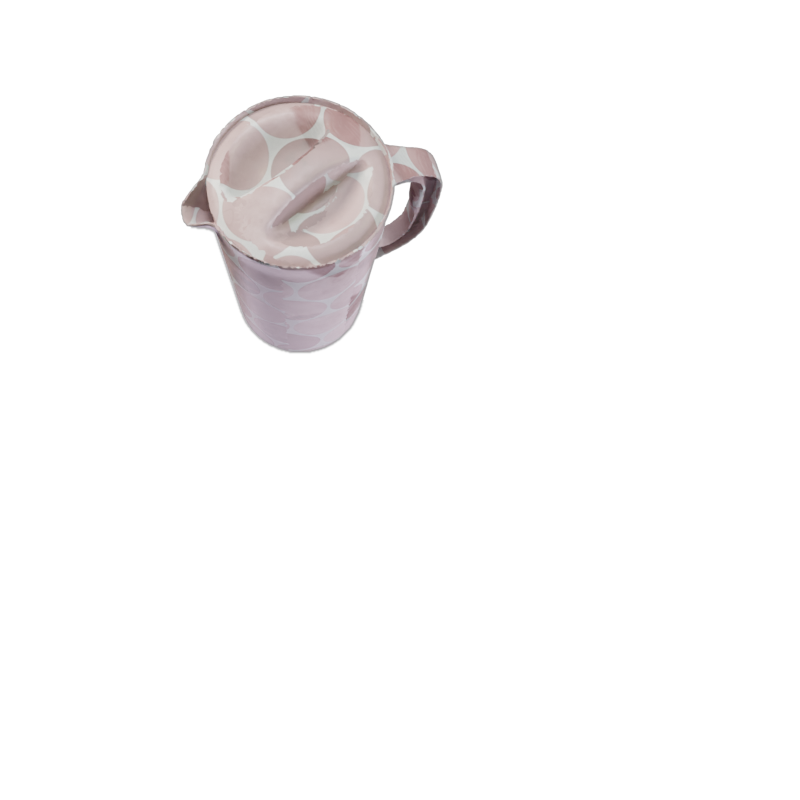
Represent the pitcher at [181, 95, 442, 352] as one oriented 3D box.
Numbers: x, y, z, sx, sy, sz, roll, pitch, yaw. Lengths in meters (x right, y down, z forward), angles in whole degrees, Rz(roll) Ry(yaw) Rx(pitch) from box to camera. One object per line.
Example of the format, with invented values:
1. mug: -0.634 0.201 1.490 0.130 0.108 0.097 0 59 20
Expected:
1. pitcher: -0.068 -0.124 0.867 0.152 0.148 0.233 29 -17 6
